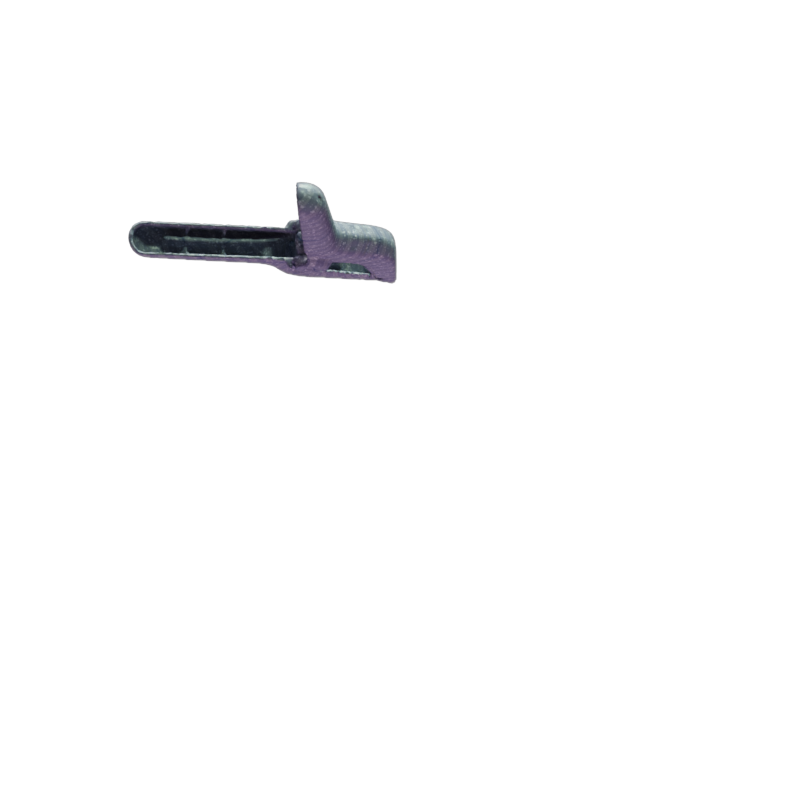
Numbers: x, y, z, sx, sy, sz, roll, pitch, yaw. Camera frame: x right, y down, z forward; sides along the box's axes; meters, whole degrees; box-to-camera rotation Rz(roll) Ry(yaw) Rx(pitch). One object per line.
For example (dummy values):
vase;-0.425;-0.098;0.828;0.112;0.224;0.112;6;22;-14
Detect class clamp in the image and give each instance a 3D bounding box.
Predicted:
clamp;-0.061;-0.112;0.783;0.169;0.037;0.200;-5;-7;44
